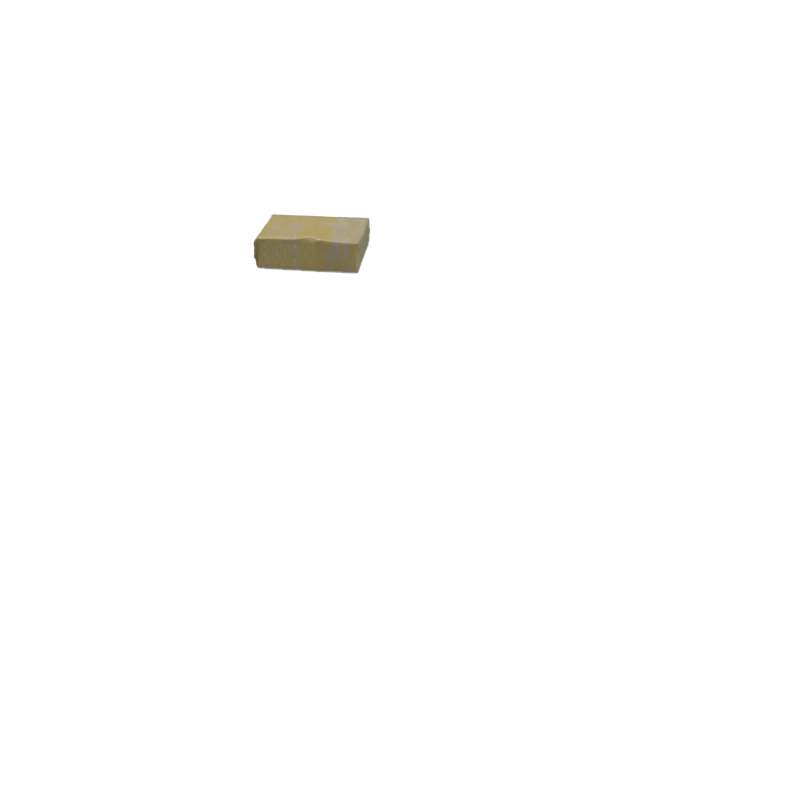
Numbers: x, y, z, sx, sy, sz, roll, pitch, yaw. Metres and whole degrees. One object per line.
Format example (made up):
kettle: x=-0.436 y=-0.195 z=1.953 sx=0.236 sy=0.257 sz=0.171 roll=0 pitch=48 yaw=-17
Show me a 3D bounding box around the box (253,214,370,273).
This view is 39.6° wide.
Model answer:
box: x=-0.074 y=-0.135 z=0.944 sx=0.090 sy=0.029 sz=0.076 roll=3 pitch=24 yaw=7
